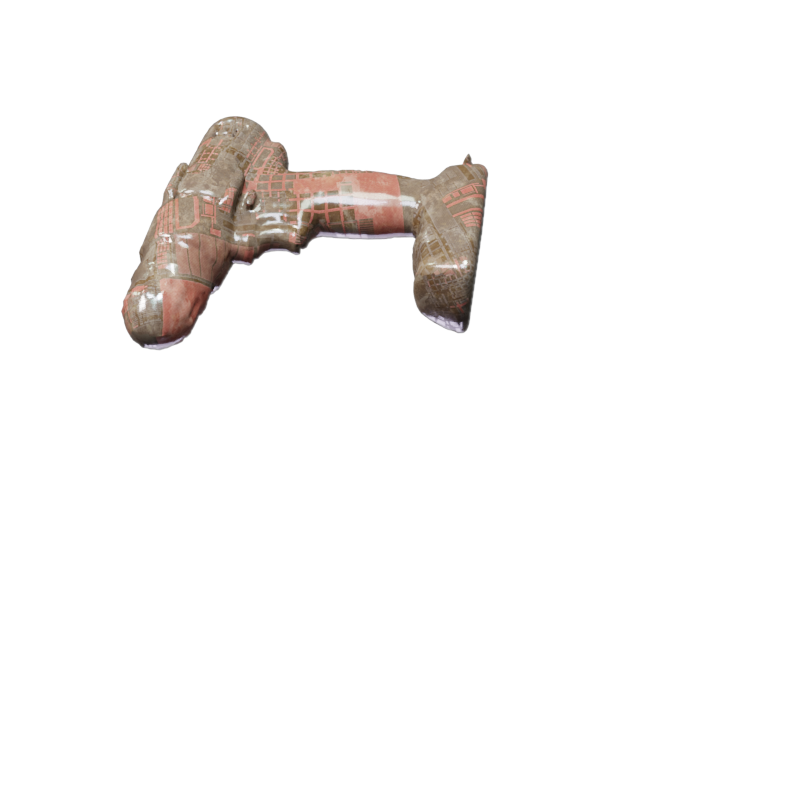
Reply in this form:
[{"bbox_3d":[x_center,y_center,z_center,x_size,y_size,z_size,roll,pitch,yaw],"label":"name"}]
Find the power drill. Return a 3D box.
[{"bbox_3d":[-0.049,-0.090,0.630,0.190,0.195,0.053,8,-43,8],"label":"power drill"}]
